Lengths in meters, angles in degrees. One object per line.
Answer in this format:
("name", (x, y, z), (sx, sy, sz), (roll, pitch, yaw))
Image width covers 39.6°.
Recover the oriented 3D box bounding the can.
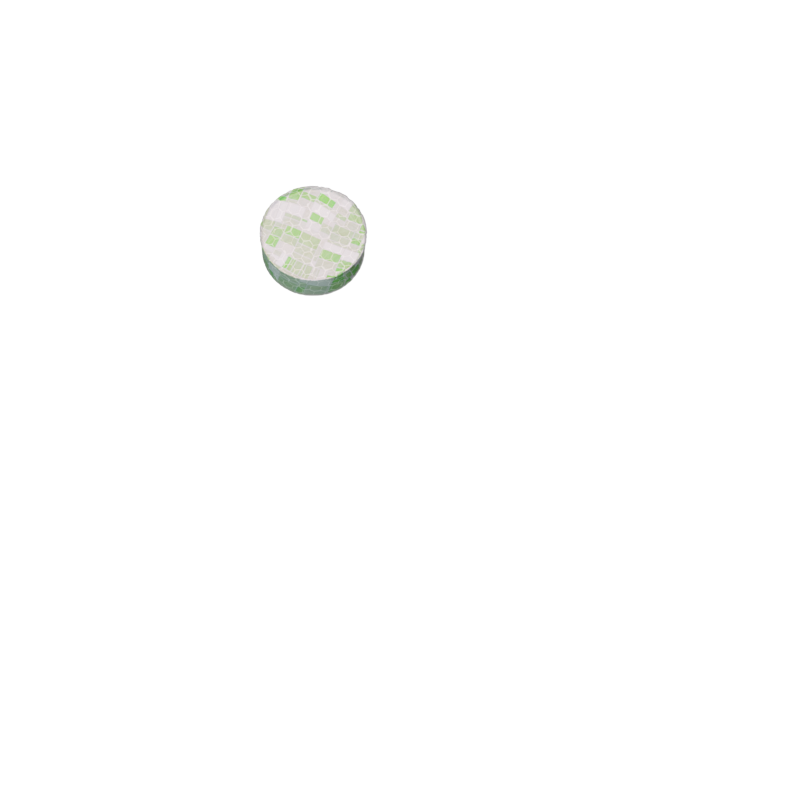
("can", (-0.070, -0.128, 0.898), (0.086, 0.091, 0.032), (-1, -26, -1))
